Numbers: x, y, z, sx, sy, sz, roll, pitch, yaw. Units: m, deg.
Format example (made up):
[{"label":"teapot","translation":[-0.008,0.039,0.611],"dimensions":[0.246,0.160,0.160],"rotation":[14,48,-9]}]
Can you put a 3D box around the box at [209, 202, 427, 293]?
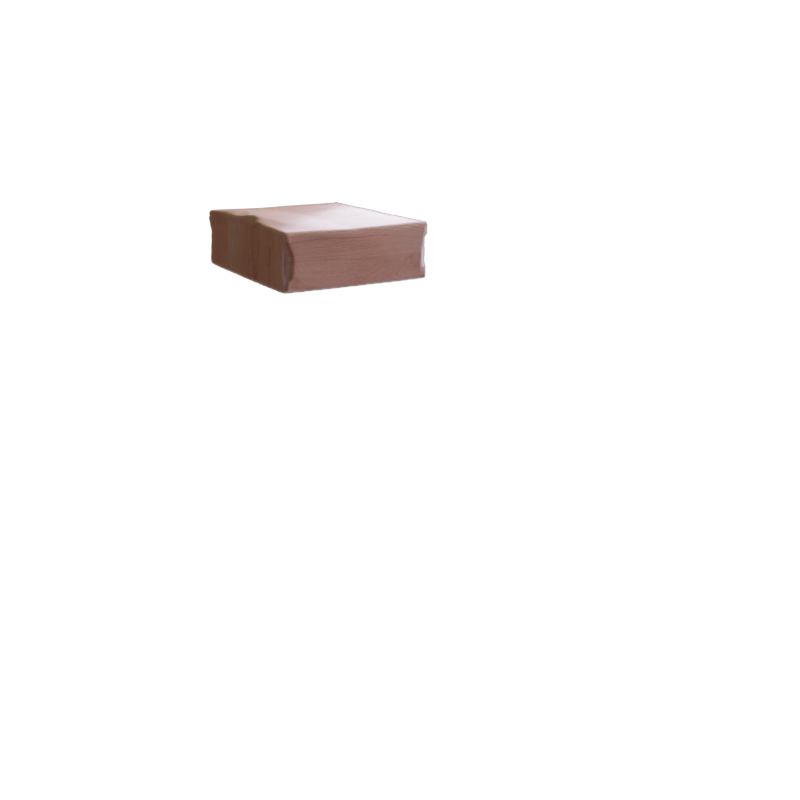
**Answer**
[{"label":"box","translation":[-0.041,-0.075,0.527],"dimensions":[0.071,0.029,0.094],"rotation":[-8,18,-28]}]
